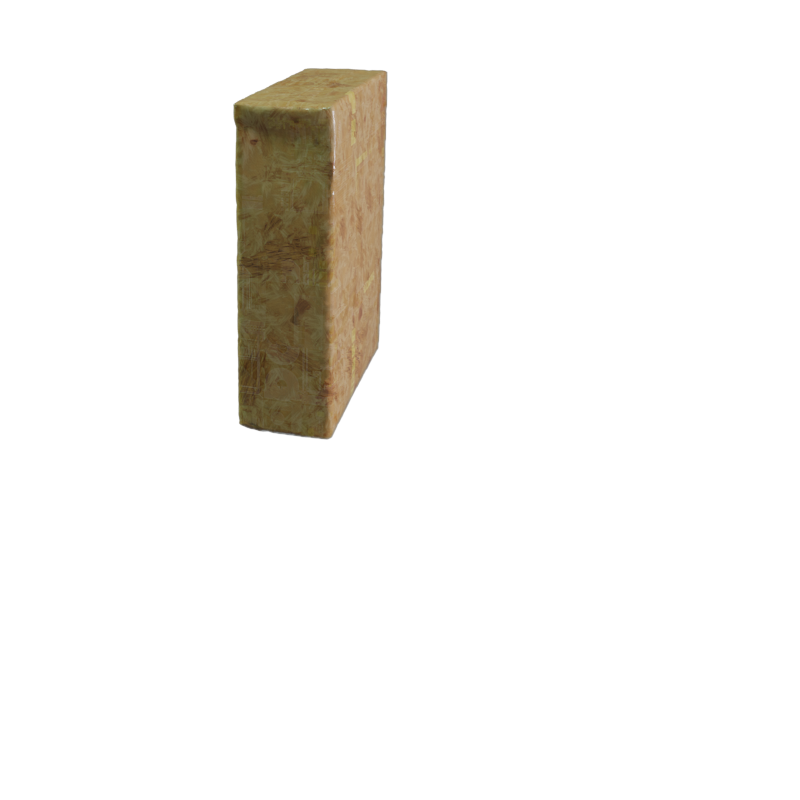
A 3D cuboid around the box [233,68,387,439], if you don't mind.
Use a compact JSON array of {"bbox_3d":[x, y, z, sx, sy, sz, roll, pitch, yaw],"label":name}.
[{"bbox_3d":[-0.058,-0.107,0.747,0.073,0.205,0.168,4,20,10],"label":"box"}]
